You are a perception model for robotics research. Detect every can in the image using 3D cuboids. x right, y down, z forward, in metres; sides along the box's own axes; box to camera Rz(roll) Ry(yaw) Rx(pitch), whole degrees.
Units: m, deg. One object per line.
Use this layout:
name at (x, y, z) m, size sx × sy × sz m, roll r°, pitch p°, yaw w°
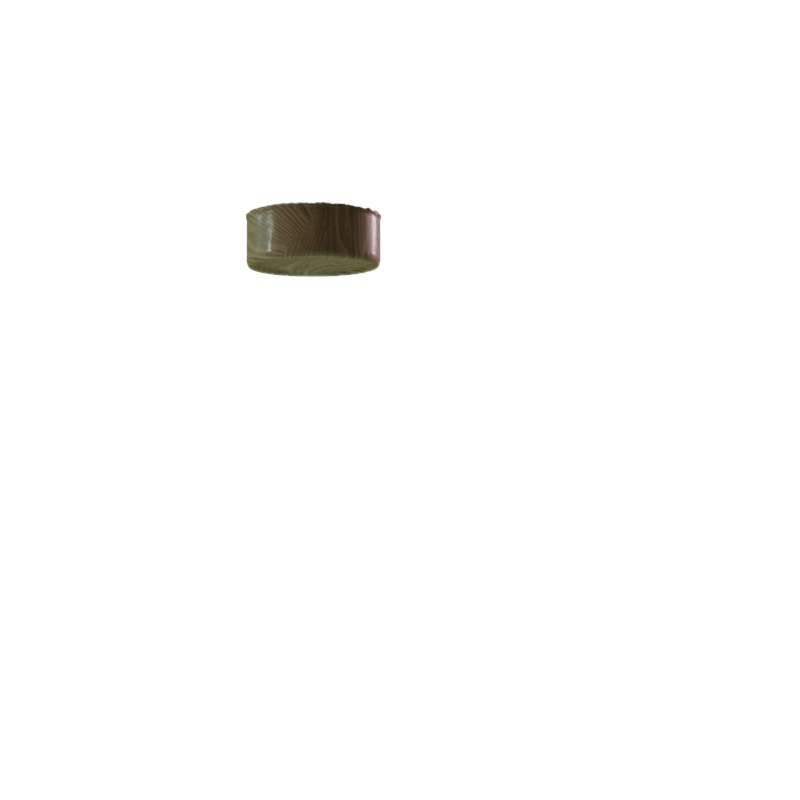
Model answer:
can at (-0.055, -0.100, 0.700) m, size 0.086 × 0.034 × 0.085 m, roll 0°, pitch -3°, yaw -2°
